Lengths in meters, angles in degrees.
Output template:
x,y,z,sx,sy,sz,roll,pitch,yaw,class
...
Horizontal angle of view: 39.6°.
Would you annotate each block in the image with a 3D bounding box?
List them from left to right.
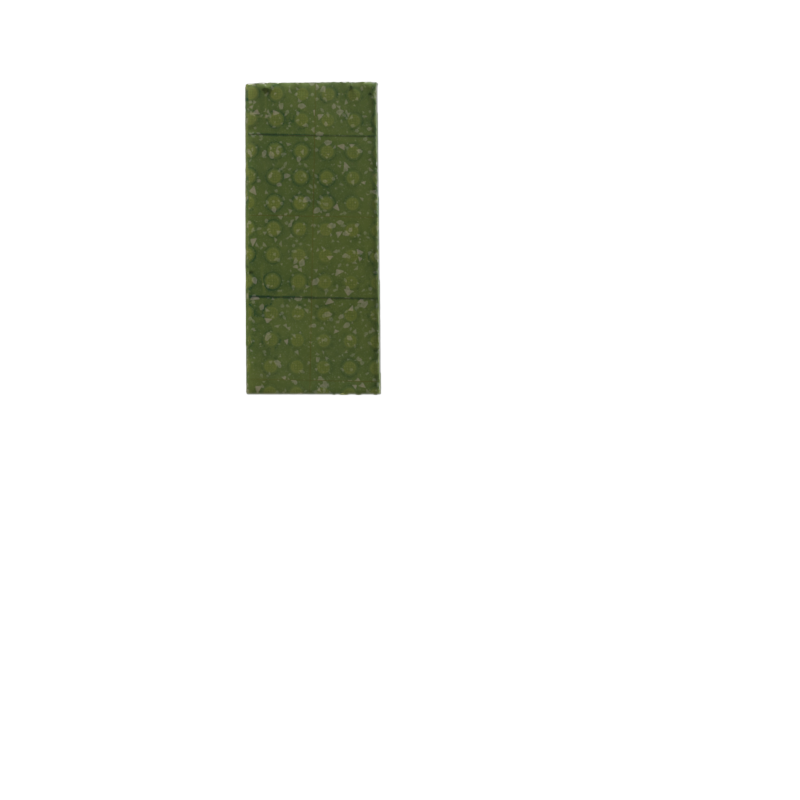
x,y,z,sx,sy,sz,roll,pitch,yaw,class
-0.060,-0.110,0.769,0.091,0.208,0.089,0,-3,-1,block
